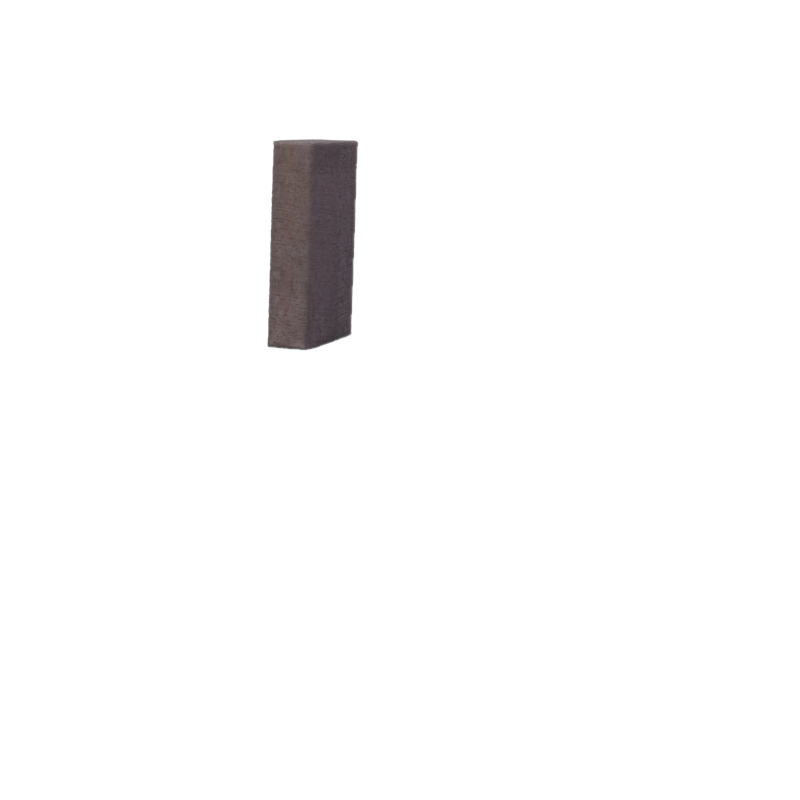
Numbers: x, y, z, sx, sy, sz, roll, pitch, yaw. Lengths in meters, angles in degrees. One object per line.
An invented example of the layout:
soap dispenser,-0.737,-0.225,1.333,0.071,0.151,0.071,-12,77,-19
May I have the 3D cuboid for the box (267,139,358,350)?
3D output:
box,-0.075,-0.137,0.960,0.050,0.174,0.092,3,7,23
